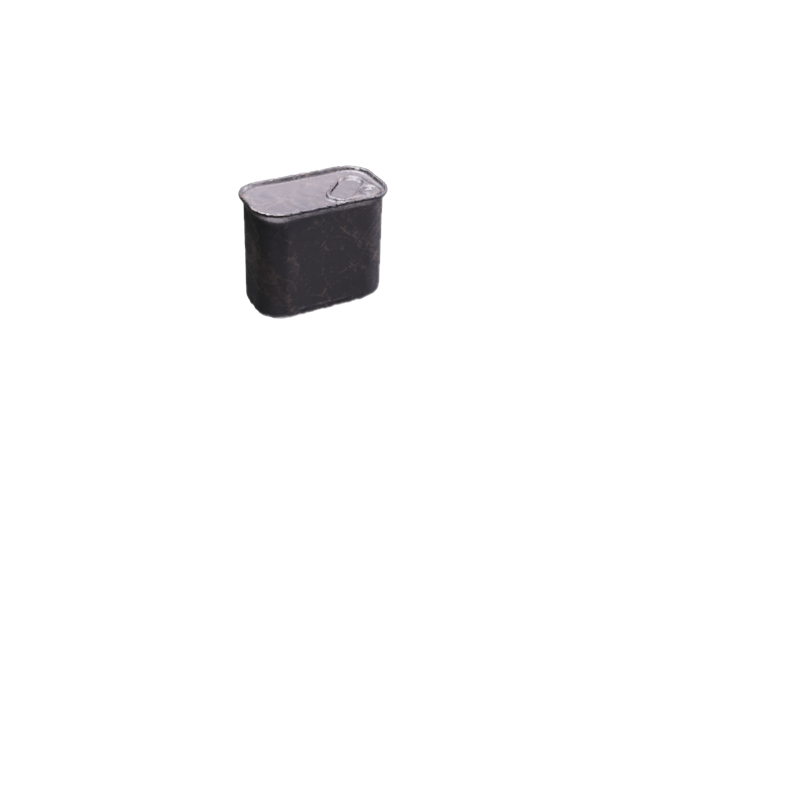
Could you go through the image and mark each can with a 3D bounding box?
[{"bbox_3d":[-0.062,-0.113,0.790,0.100,0.079,0.062,-15,35,-24],"label":"can"}]
